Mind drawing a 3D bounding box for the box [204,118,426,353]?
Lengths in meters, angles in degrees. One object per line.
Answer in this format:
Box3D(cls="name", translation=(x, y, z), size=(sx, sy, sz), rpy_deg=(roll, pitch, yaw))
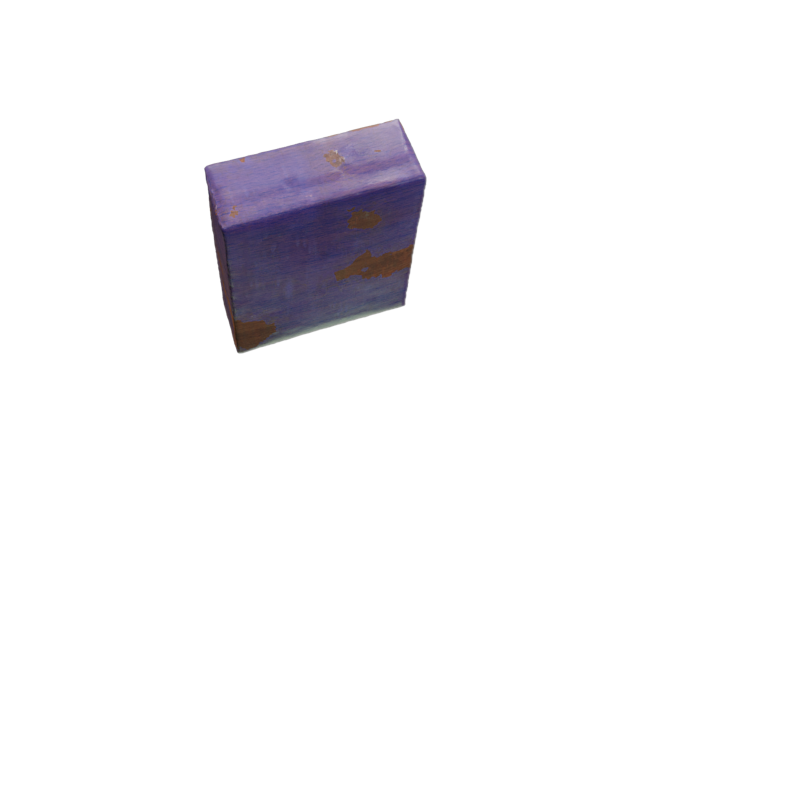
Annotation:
Box3D(cls="box", translation=(-0.073, -0.134, 0.936), size=(0.163, 0.077, 0.202), rpy_deg=(-16, -24, -11))
